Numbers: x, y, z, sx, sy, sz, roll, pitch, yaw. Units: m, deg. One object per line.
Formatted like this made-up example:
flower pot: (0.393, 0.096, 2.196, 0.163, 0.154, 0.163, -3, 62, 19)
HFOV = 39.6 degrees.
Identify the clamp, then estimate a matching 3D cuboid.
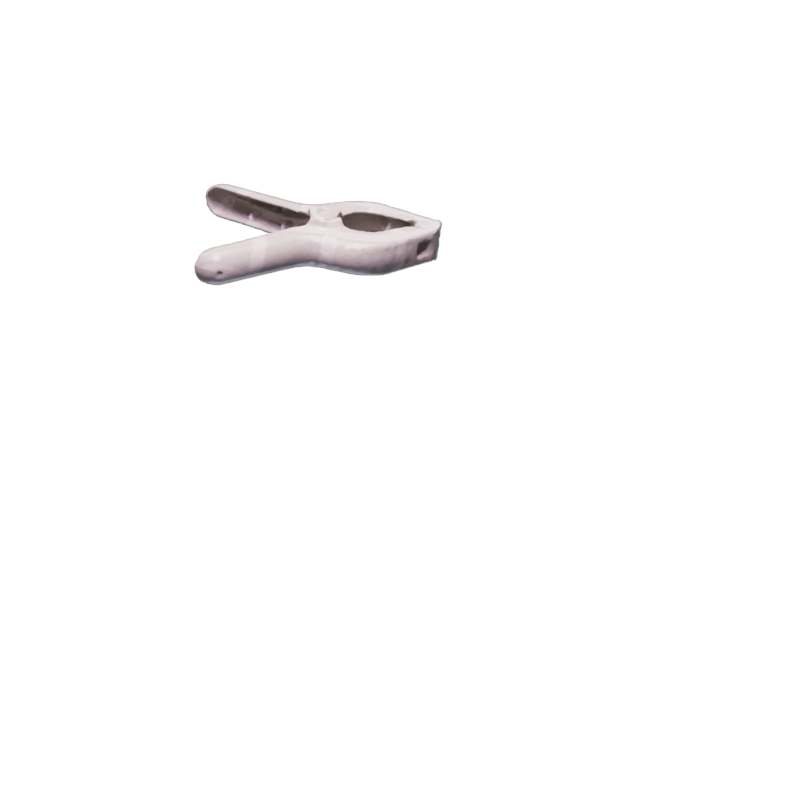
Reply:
clamp: (-0.059, -0.108, 0.753, 0.173, 0.037, 0.127, 4, 38, 5)
